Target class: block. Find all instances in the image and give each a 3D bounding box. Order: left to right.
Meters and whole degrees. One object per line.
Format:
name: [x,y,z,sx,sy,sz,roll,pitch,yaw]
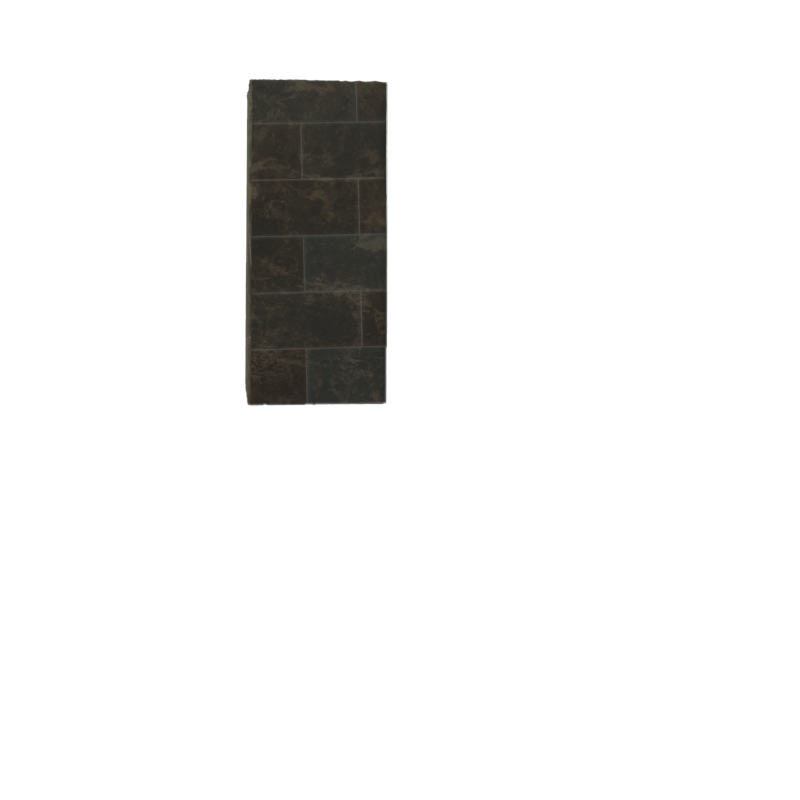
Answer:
block: [-0.058,-0.106,0.744,0.090,0.206,0.091,0,2,-7]
